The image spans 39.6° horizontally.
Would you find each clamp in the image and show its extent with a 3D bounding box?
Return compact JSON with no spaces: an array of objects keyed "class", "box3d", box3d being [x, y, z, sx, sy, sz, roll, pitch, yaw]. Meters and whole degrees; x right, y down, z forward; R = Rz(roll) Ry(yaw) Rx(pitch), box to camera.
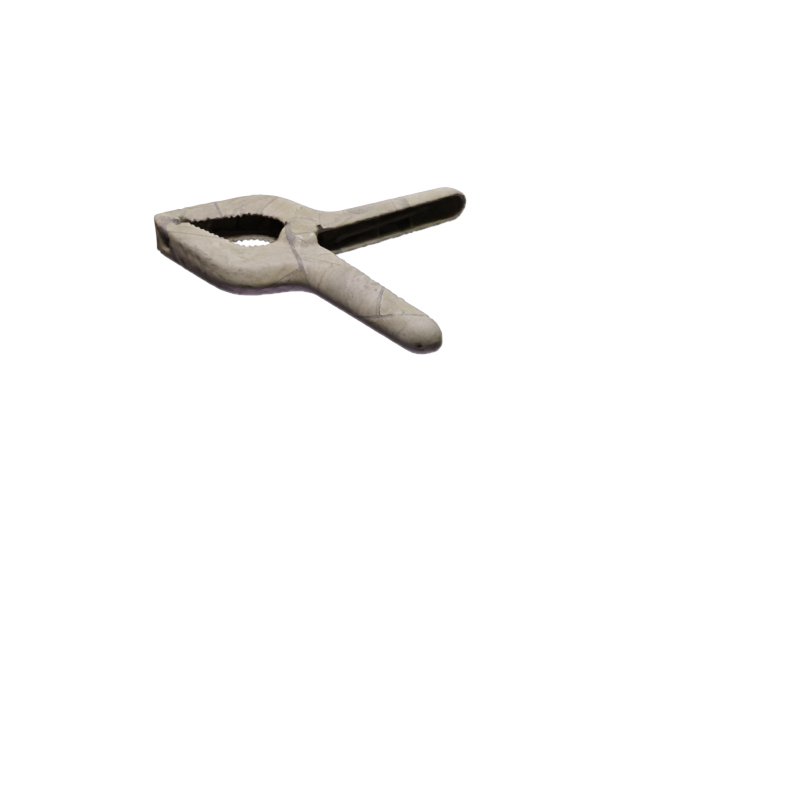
[{"class":"clamp","box3d":[-0.058,-0.105,0.739,0.215,0.034,0.172,11,40,13]}]
